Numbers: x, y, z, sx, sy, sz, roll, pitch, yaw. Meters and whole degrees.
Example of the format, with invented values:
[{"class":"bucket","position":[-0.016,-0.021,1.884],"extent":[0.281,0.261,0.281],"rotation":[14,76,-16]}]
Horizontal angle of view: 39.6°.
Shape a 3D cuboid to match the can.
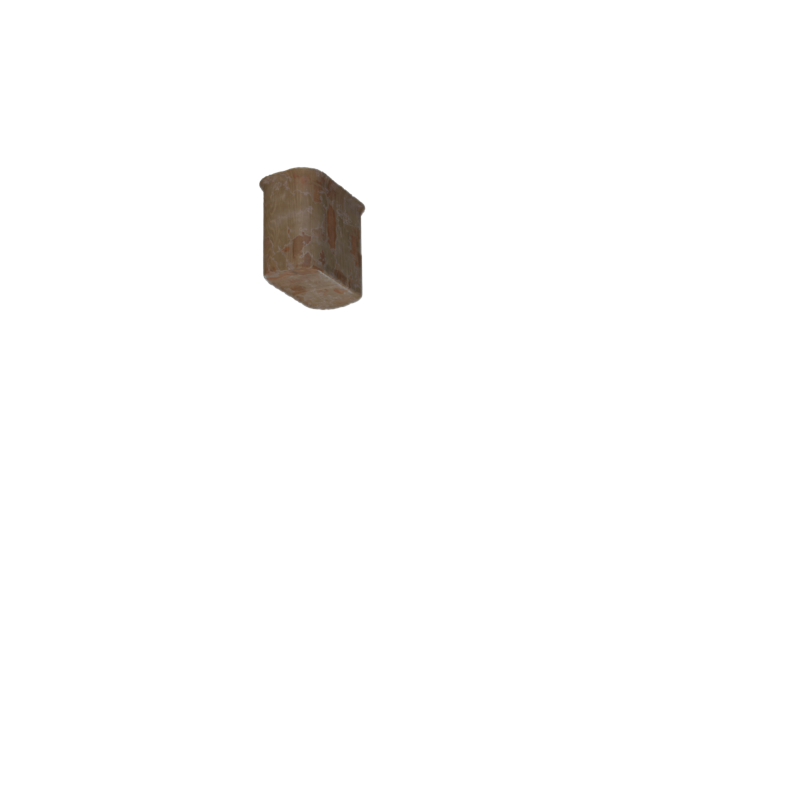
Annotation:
[{"class":"can","position":[-0.070,-0.128,0.894],"extent":[0.058,0.088,0.095],"rotation":[-12,-22,26]}]
